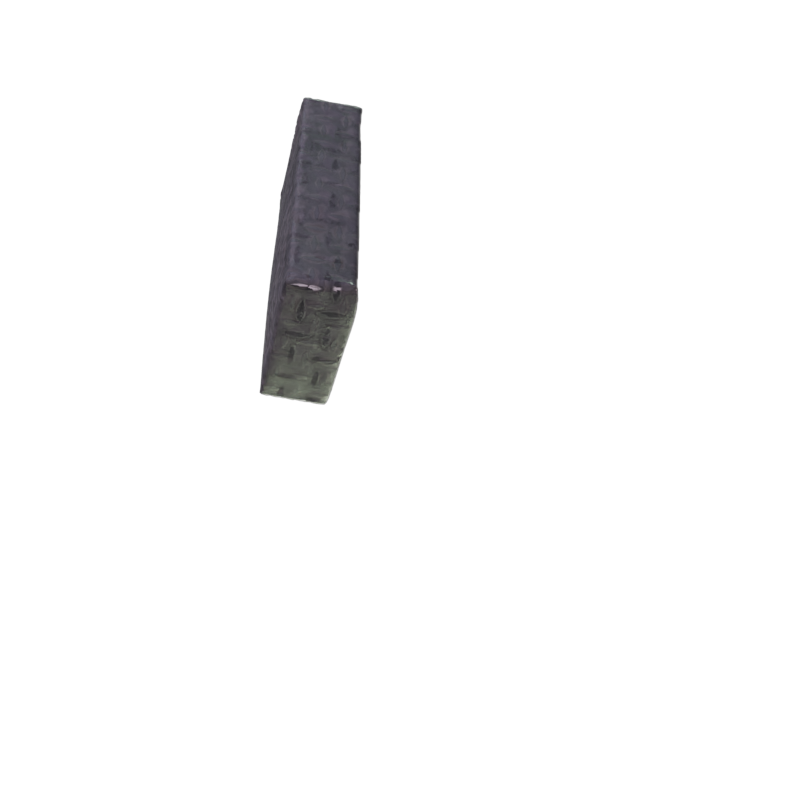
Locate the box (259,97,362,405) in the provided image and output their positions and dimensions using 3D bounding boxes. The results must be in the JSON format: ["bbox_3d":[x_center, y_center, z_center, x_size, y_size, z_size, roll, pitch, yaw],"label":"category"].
[{"bbox_3d":[-0.053,-0.095,0.668,0.047,0.088,0.189,8,43,-12],"label":"box"}]
